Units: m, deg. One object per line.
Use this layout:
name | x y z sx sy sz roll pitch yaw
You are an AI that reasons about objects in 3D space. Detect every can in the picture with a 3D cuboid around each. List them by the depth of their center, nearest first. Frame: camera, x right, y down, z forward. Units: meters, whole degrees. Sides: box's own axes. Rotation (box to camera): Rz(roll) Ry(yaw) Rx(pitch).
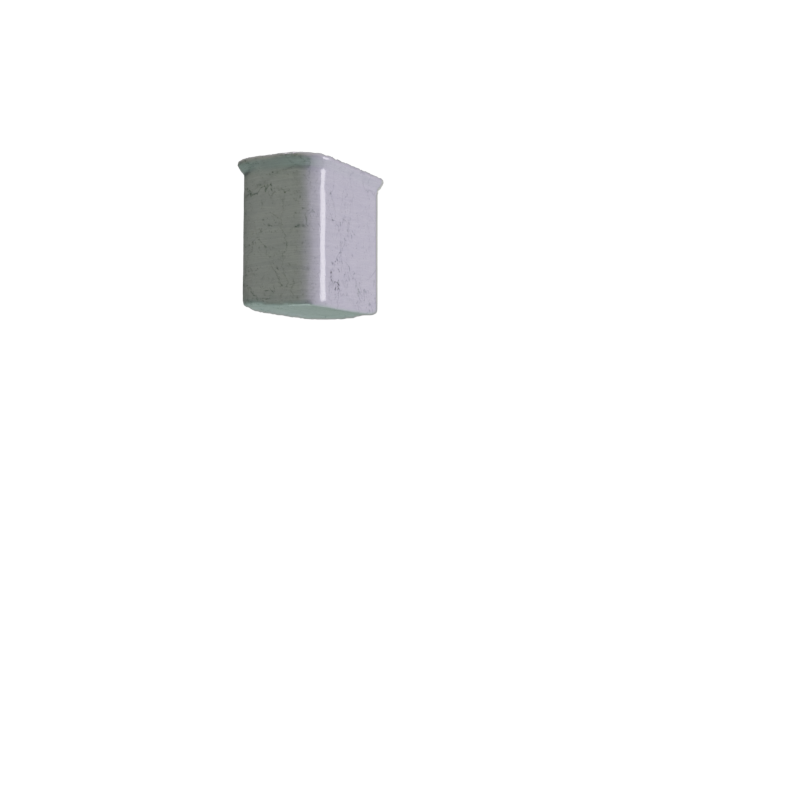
can | -0.050 -0.092 0.645 0.059 0.085 0.098 -3 -5 25
